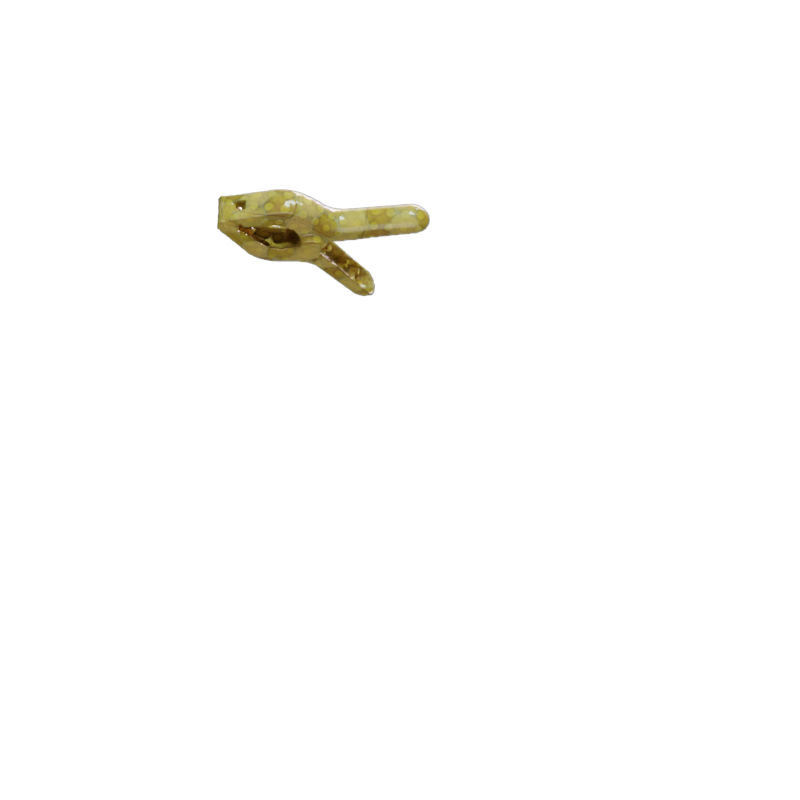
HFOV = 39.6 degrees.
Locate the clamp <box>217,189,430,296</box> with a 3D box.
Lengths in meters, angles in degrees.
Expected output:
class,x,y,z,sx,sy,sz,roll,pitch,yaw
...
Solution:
class,x,y,z,sx,sy,sz,roll,pitch,yaw
clamp,-0.073,-0.133,0.931,0.168,0.042,0.114,9,-39,-12
